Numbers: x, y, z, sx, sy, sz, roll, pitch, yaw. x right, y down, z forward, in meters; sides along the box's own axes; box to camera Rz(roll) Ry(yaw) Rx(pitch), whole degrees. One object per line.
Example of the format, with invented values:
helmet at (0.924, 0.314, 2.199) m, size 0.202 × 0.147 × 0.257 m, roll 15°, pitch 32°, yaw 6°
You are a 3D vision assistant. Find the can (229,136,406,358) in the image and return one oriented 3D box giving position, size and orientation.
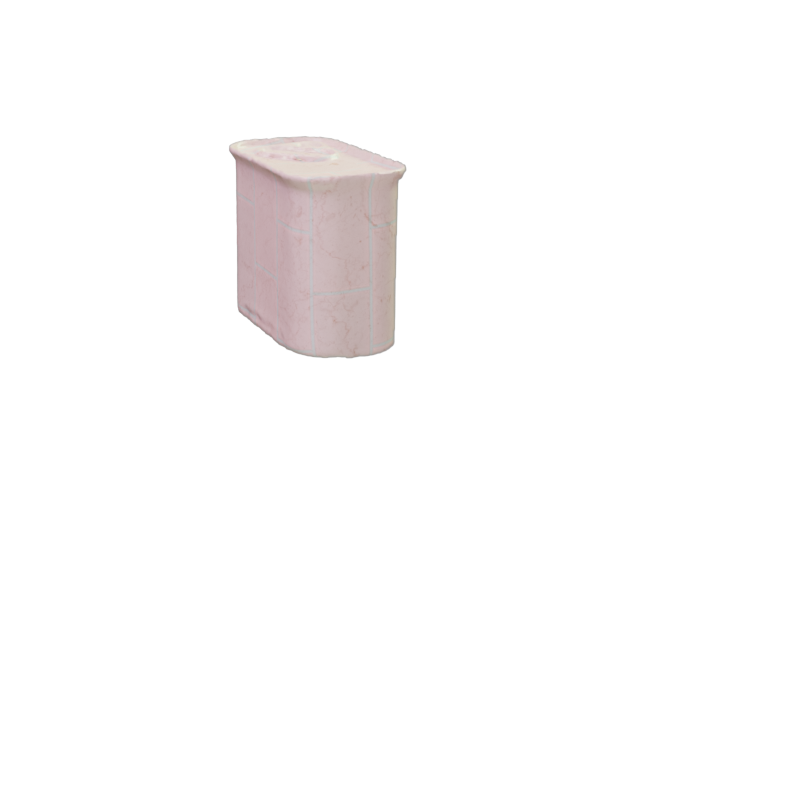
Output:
can at (-0.041, -0.074, 0.519) m, size 0.056 × 0.081 × 0.108 m, roll -8°, pitch 21°, yaw -25°
